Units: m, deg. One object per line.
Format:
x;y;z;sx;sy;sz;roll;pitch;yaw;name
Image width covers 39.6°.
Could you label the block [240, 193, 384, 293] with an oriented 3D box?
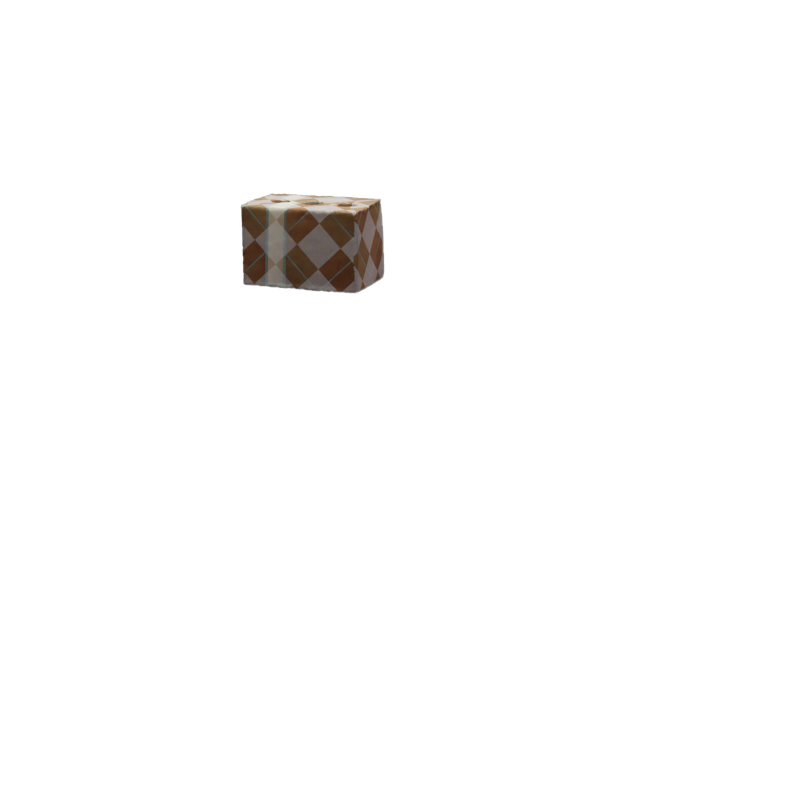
-0.054;-0.099;0.691;0.080;0.050;0.053;6;15;18;block
